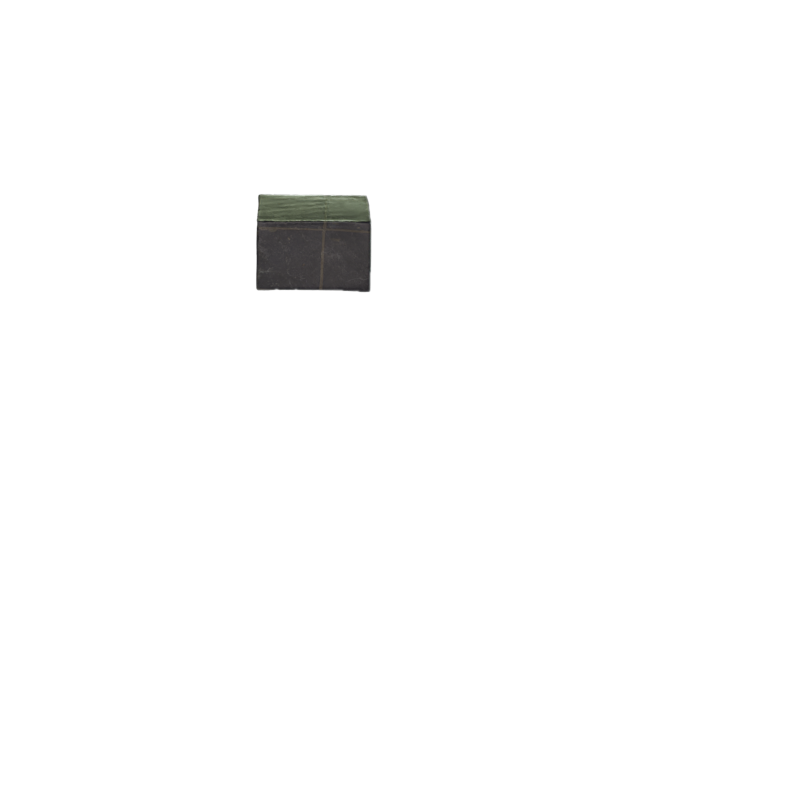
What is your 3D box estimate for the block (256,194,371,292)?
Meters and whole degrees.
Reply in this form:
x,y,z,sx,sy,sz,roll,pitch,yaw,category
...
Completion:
x,y,z,sx,sy,sz,roll,pitch,yaw,category
-0.059,-0.108,0.753,0.078,0.050,0.054,1,27,-2,block
